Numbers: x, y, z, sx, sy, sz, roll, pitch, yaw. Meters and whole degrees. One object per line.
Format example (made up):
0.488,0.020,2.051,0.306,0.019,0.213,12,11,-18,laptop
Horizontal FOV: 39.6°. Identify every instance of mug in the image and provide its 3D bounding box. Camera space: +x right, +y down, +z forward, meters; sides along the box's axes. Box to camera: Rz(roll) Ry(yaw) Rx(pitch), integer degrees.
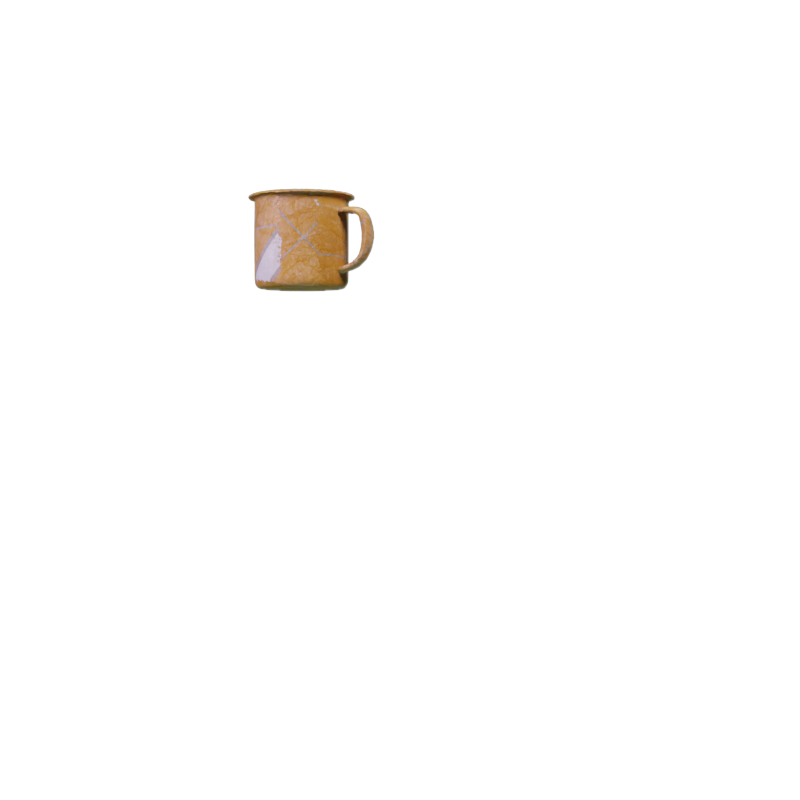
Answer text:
-0.075,-0.137,0.957,0.121,0.082,0.090,0,-1,28,mug
